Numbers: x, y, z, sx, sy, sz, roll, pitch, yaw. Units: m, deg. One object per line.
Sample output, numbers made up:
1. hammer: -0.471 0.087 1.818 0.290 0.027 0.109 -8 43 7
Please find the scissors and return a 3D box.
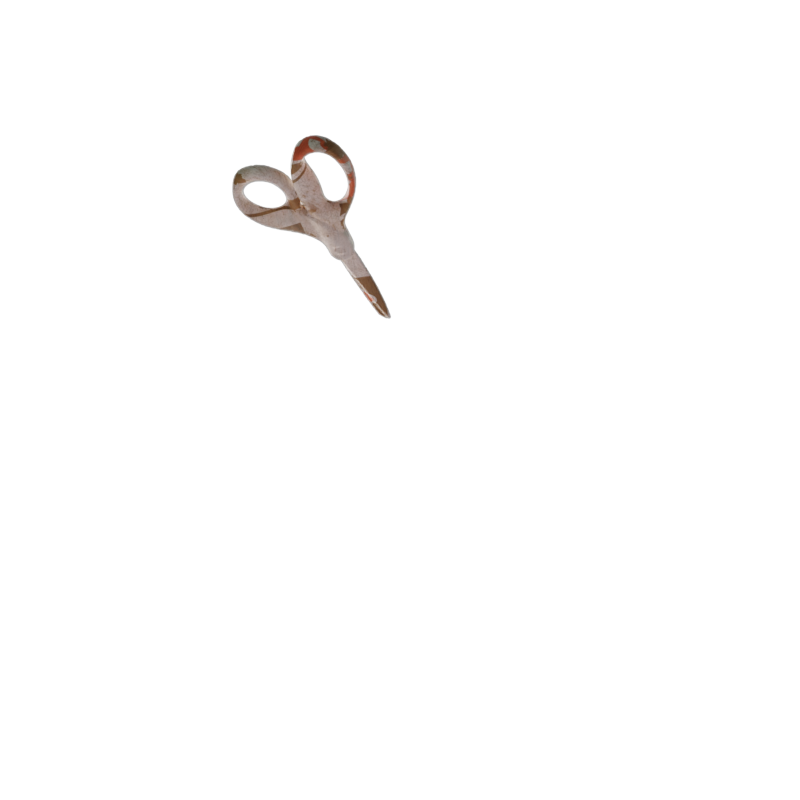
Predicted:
1. scissors: -0.064 -0.117 0.819 0.097 0.017 0.187 -4 -37 5
